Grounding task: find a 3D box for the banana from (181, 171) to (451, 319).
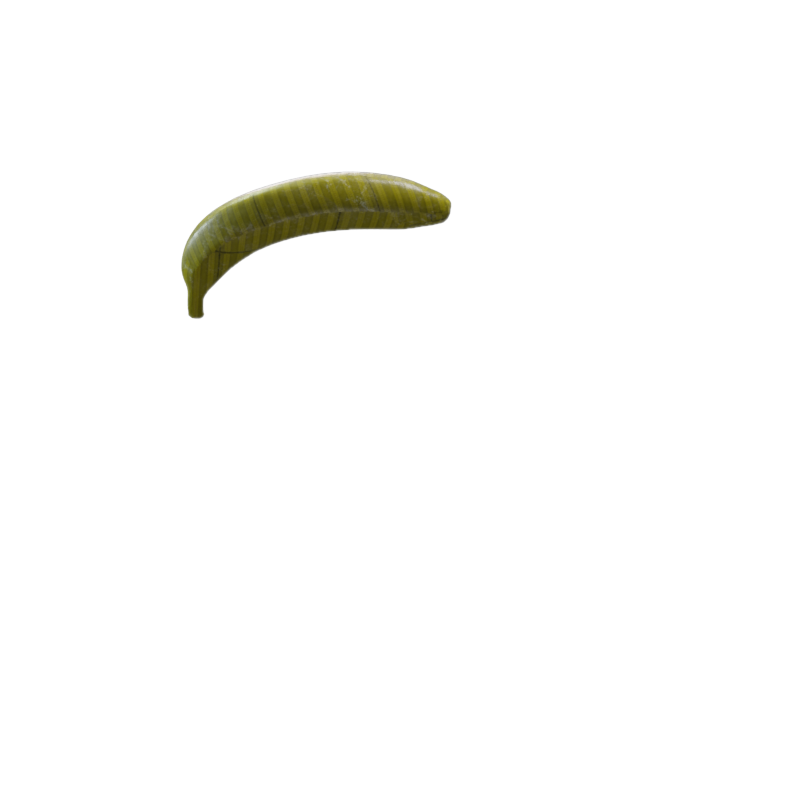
[{"bbox_3d":[-0.069,-0.114,0.723,0.199,0.039,0.064,-18,-44,19],"label":"banana"}]
